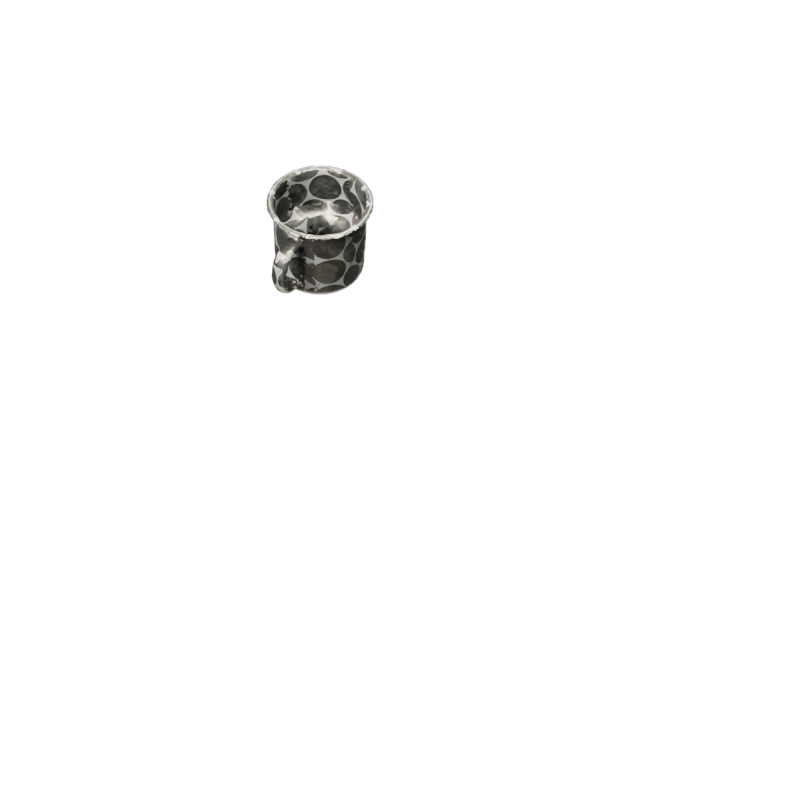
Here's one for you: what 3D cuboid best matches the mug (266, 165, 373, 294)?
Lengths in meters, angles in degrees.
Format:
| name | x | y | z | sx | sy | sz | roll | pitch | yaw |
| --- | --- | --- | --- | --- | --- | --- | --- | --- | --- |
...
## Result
| name | x | y | z | sx | sy | sz | roll | pitch | yaw |
| --- | --- | --- | --- | --- | --- | --- | --- | --- | --- |
| mug | -0.077 | -0.140 | 0.982 | 0.097 | 0.121 | 0.076 | 22 | -38 | 16 |
